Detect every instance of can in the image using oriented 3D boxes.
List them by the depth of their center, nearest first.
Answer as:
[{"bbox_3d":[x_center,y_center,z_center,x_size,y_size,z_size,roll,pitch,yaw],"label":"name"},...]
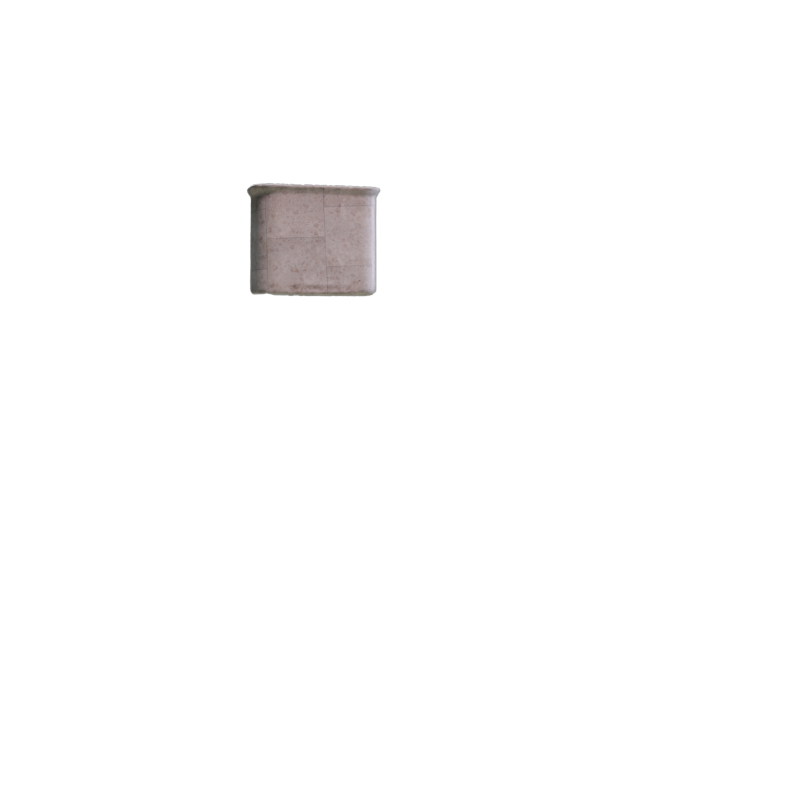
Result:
[{"bbox_3d":[-0.067,-0.123,0.863,0.100,0.084,0.058,0,-2,-14],"label":"can"}]
